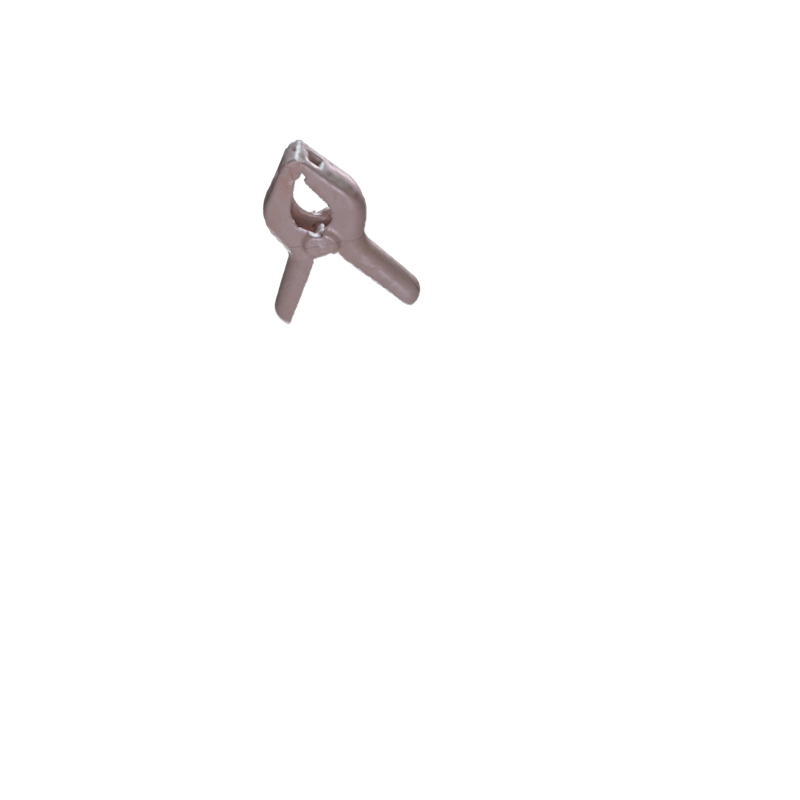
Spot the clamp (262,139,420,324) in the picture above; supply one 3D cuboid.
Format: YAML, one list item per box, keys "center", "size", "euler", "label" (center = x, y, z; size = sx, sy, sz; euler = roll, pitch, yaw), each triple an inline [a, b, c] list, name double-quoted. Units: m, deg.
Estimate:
- center: [-0.068, -0.124, 0.868]
  size: [0.121, 0.159, 0.042]
  euler: [-19, 36, 14]
  label: "clamp"
